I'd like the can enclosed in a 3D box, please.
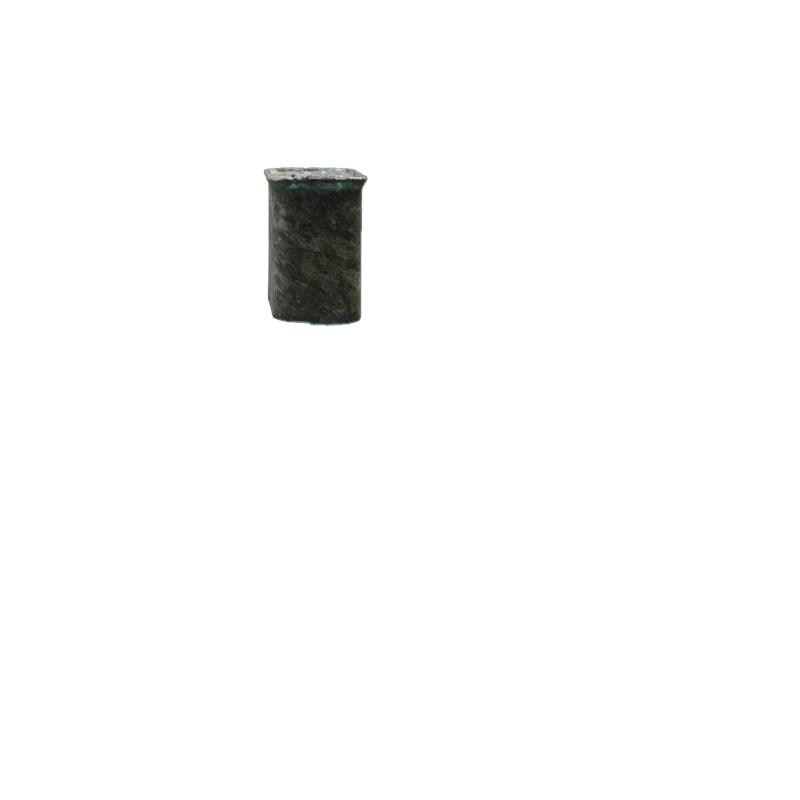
[{"bbox_3d":[-0.052,-0.095,0.663,0.057,0.082,0.105,-1,12,-7],"label":"can"}]
